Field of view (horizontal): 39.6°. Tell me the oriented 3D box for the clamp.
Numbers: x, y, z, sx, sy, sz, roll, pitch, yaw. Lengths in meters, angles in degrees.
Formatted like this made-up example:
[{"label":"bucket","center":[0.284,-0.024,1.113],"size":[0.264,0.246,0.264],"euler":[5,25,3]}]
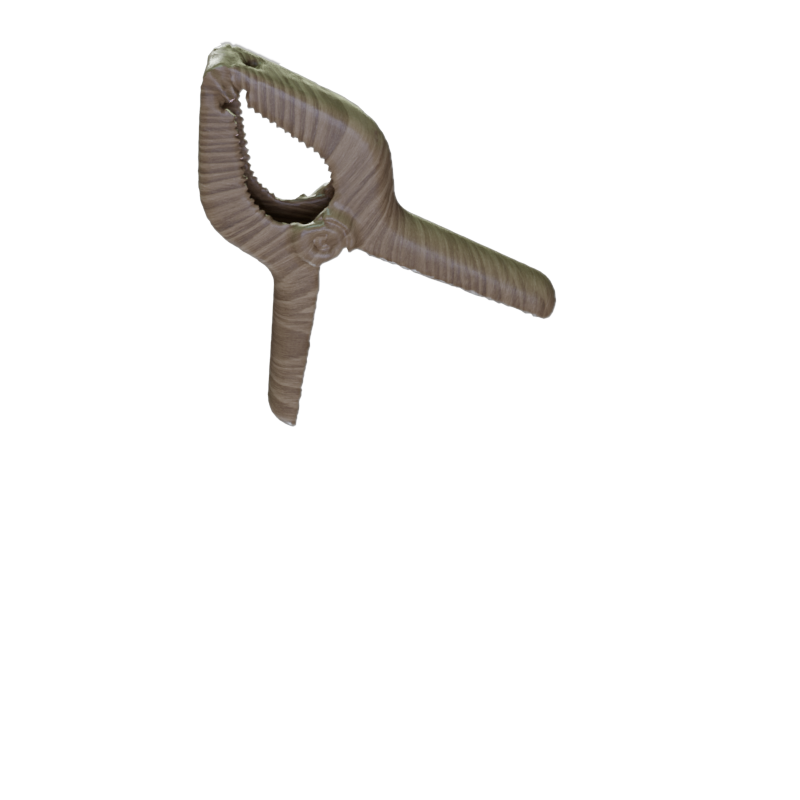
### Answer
[{"label":"clamp","center":[-0.043,-0.078,0.550],"size":[0.164,0.197,0.039],"euler":[-31,29,19]}]
